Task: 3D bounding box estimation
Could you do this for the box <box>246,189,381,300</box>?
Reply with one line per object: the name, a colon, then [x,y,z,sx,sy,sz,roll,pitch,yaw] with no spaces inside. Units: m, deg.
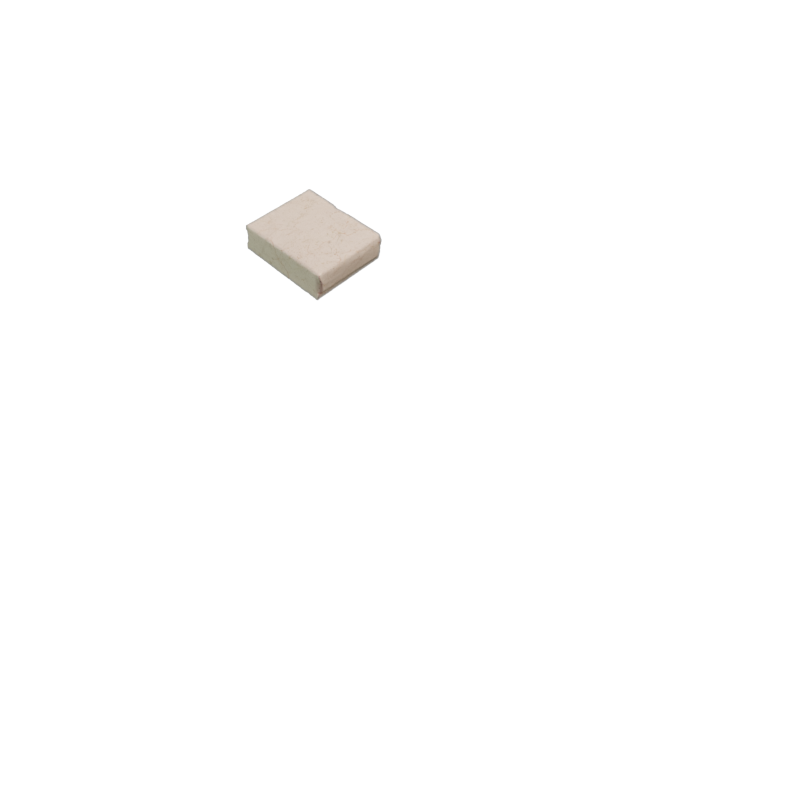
box: [-0.072,-0.131,0.921,0.073,0.028,0.095,-35,55,-30]
